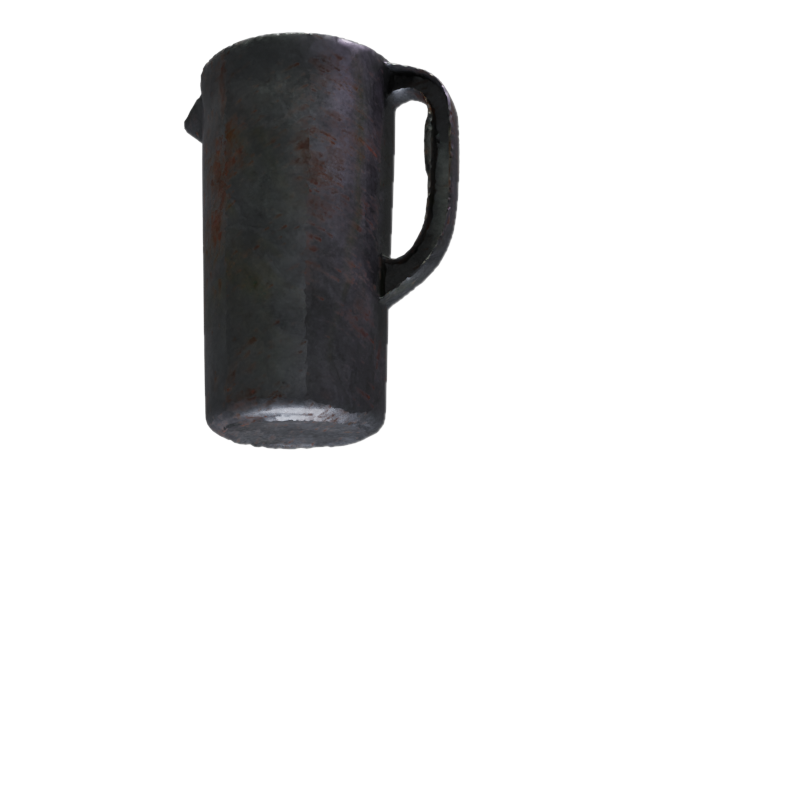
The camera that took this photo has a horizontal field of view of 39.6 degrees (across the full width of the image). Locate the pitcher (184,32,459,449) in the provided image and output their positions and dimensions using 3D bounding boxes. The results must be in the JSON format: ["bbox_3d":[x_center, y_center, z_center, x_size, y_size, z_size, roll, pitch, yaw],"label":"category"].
[{"bbox_3d":[-0.054,-0.099,0.696,0.140,0.254,0.148,8,-21,-26],"label":"pitcher"}]
